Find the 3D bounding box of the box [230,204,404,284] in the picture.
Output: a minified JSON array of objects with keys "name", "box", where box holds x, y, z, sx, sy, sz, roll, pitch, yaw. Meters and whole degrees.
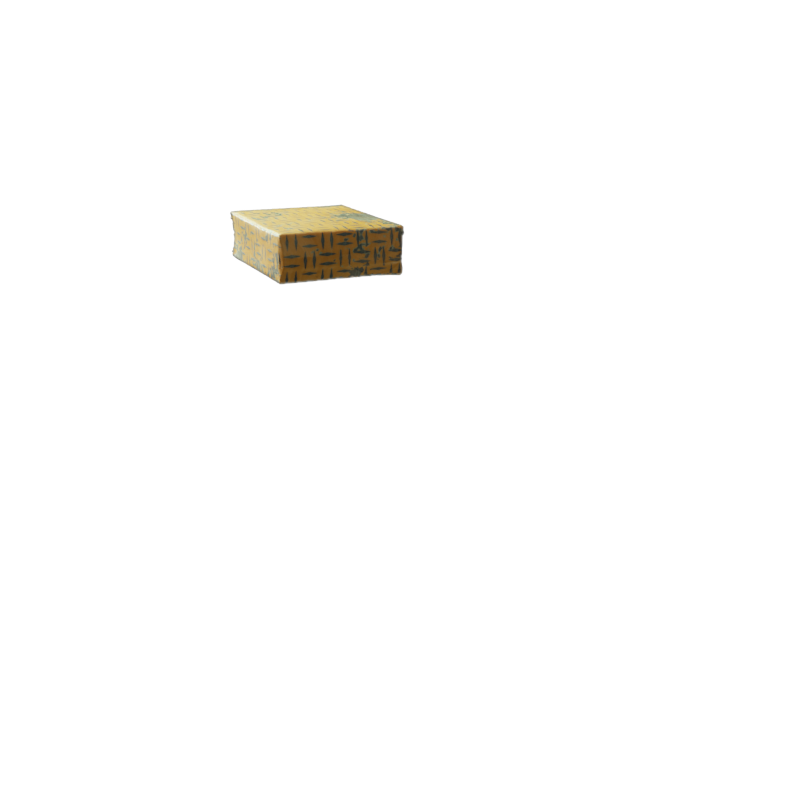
[{"name":"box","box":[-0.061,-0.111,0.777,0.088,0.038,0.119,-6,16,-23]}]
